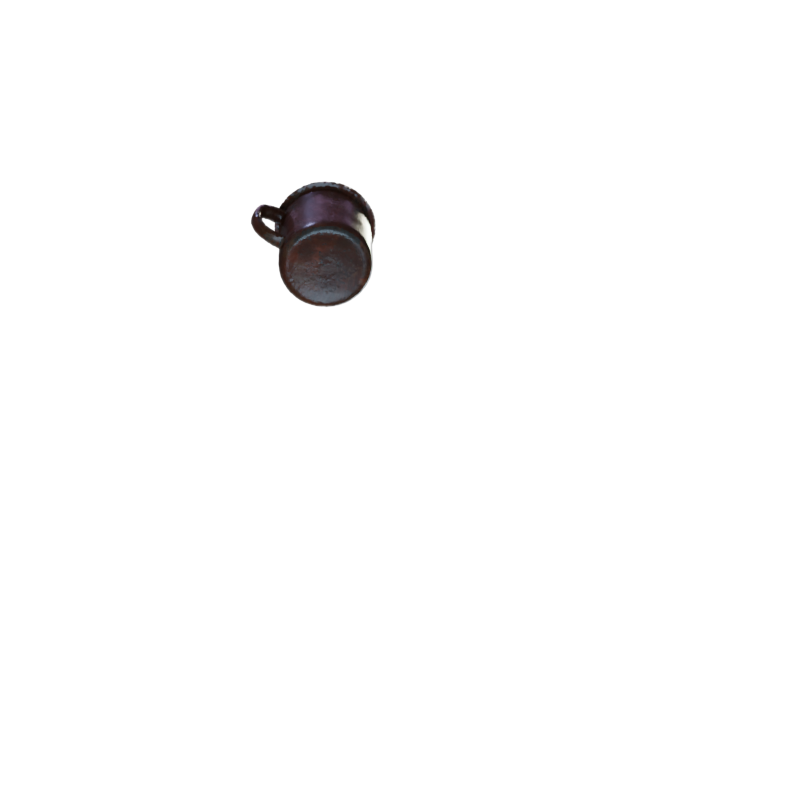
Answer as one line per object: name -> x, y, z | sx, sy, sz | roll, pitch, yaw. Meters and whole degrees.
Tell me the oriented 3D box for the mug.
mug -> -0.077, -0.140, 0.980 | 0.114, 0.090, 0.087 | 24, 26, -14
